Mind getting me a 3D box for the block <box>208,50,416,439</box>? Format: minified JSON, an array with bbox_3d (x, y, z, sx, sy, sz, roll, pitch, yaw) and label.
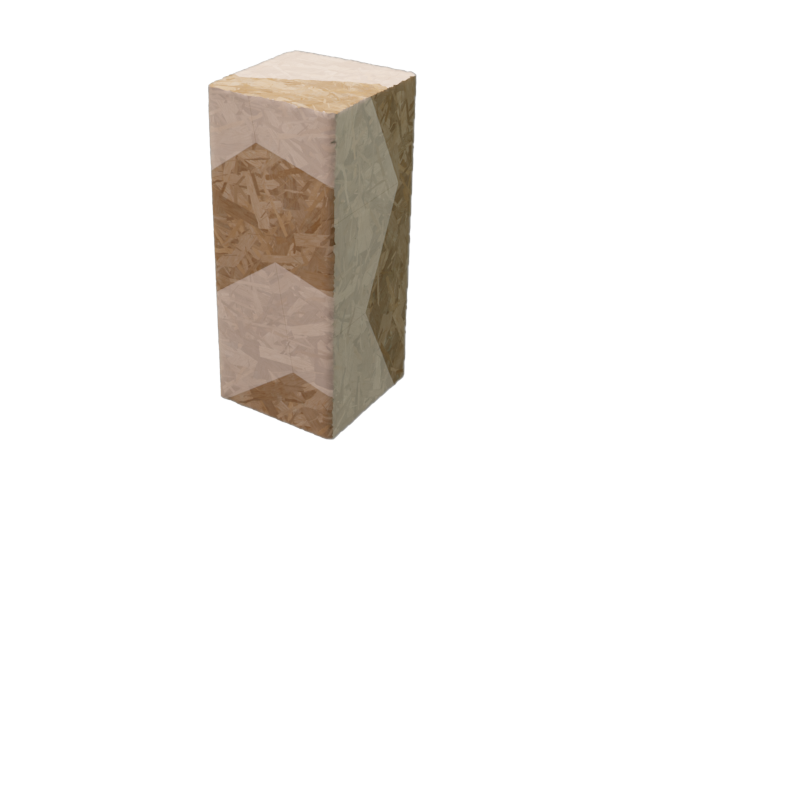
[{"bbox_3d":[-0.053,-0.096,0.673,0.095,0.195,0.092,18,32,27],"label":"block"}]
